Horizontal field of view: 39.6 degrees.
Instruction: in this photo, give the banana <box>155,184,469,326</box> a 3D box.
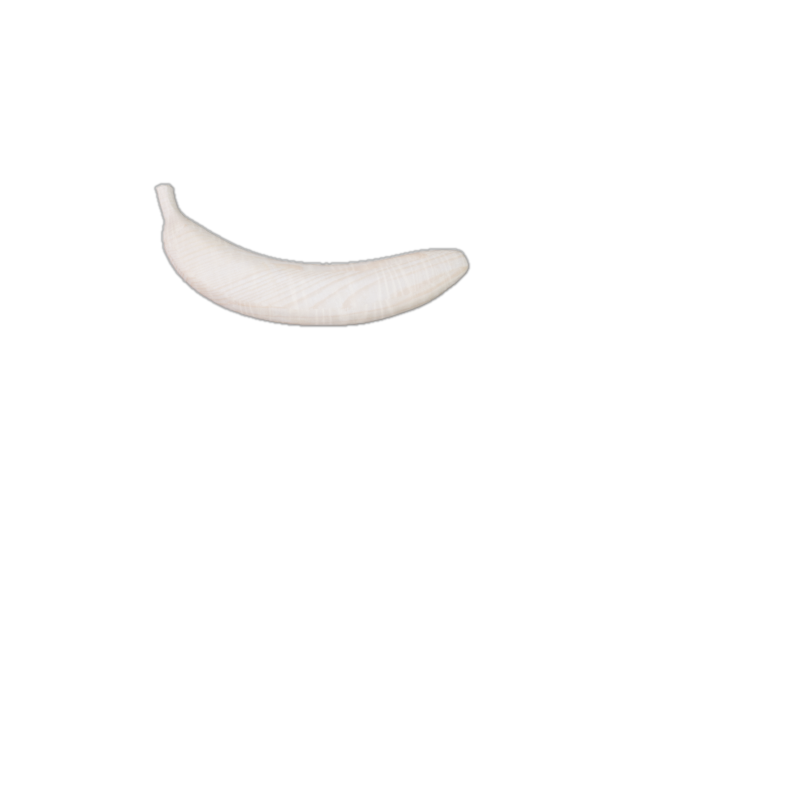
[{"bbox_3d":[-0.060,-0.078,0.665,0.198,0.071,0.036,14,-6,2],"label":"banana"}]
